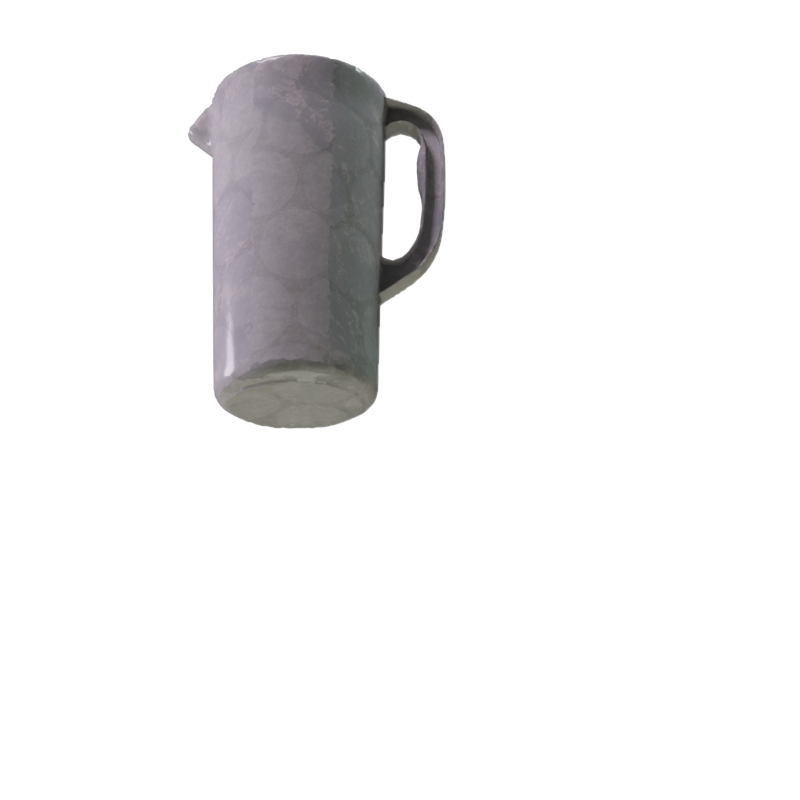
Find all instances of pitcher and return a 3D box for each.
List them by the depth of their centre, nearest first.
[{"bbox_3d":[-0.061,-0.111,0.775,0.136,0.257,0.149,20,-33,-38],"label":"pitcher"}]
